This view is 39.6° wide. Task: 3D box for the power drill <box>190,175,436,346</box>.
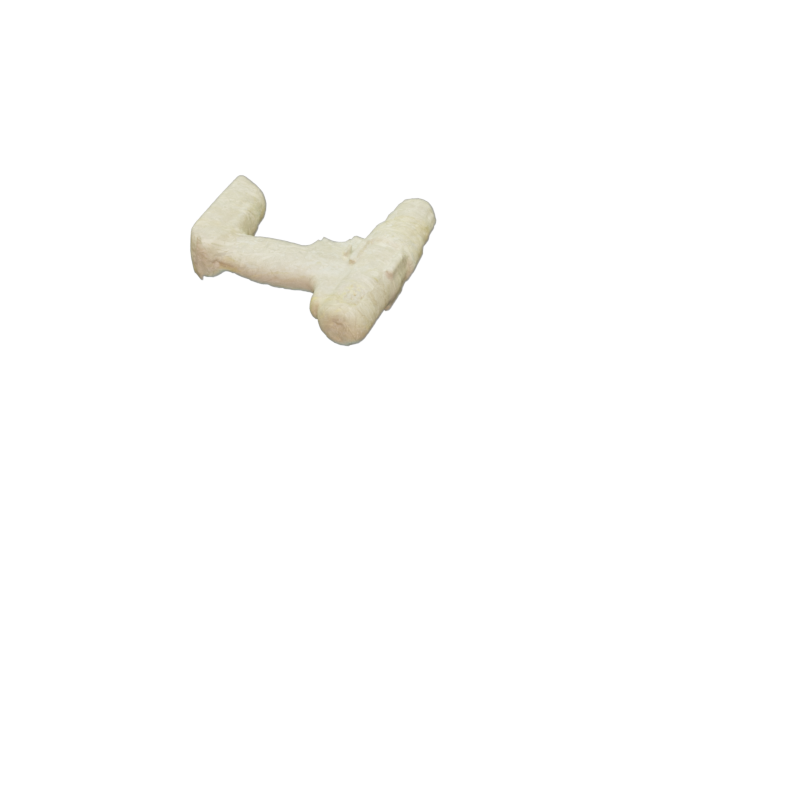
[{"bbox_3d":[-0.077,-0.141,0.987,0.195,0.053,0.191,17,45,18],"label":"power drill"}]
